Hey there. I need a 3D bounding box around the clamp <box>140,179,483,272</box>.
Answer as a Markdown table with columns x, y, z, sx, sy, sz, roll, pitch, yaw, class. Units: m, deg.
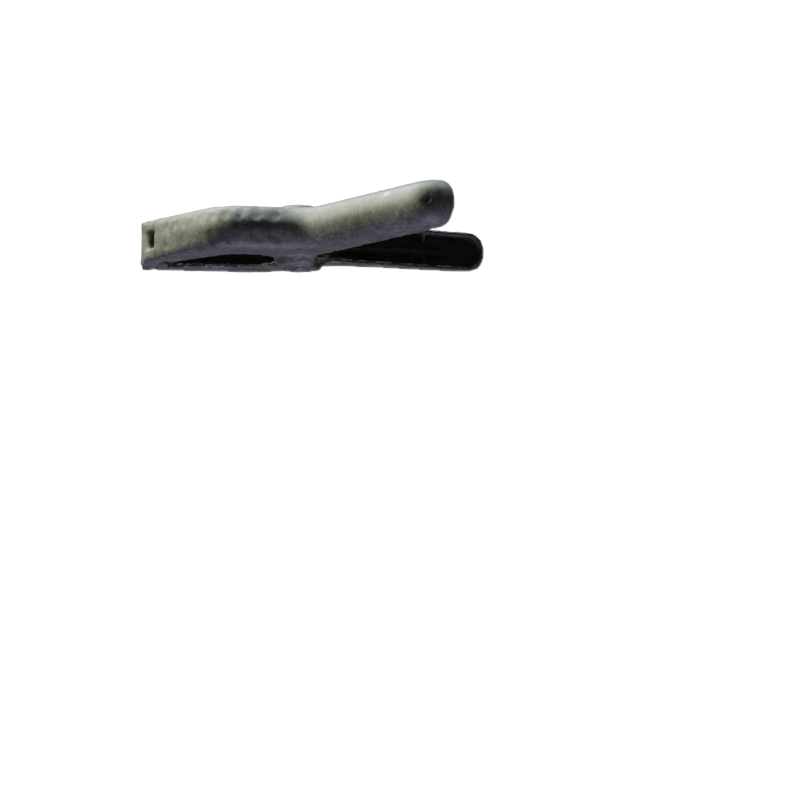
| x | y | z | sx | sy | sz | roll | pitch | yaw | class |
| --- | --- | --- | --- | --- | --- | --- | --- | --- | --- |
| -0.052 | -0.095 | 0.667 | 0.215 | 0.037 | 0.158 | -1 | -5 | 19 | clamp |
